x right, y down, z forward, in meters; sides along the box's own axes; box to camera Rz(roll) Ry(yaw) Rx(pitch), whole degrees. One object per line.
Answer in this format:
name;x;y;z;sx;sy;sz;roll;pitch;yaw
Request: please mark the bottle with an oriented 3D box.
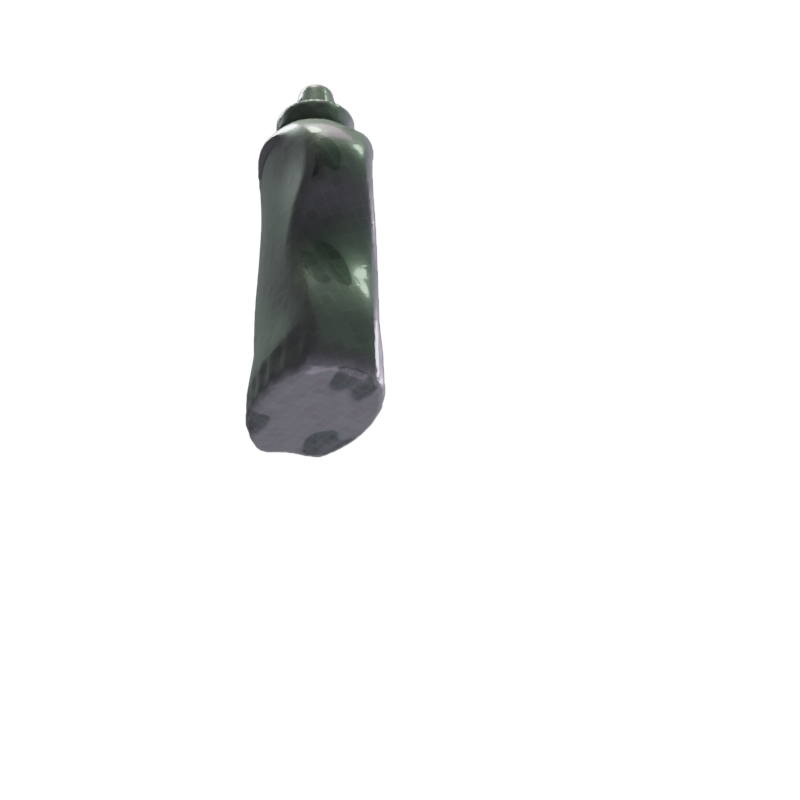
bottle;-0.042;-0.077;0.542;0.057;0.204;0.092;7;-32;-15
